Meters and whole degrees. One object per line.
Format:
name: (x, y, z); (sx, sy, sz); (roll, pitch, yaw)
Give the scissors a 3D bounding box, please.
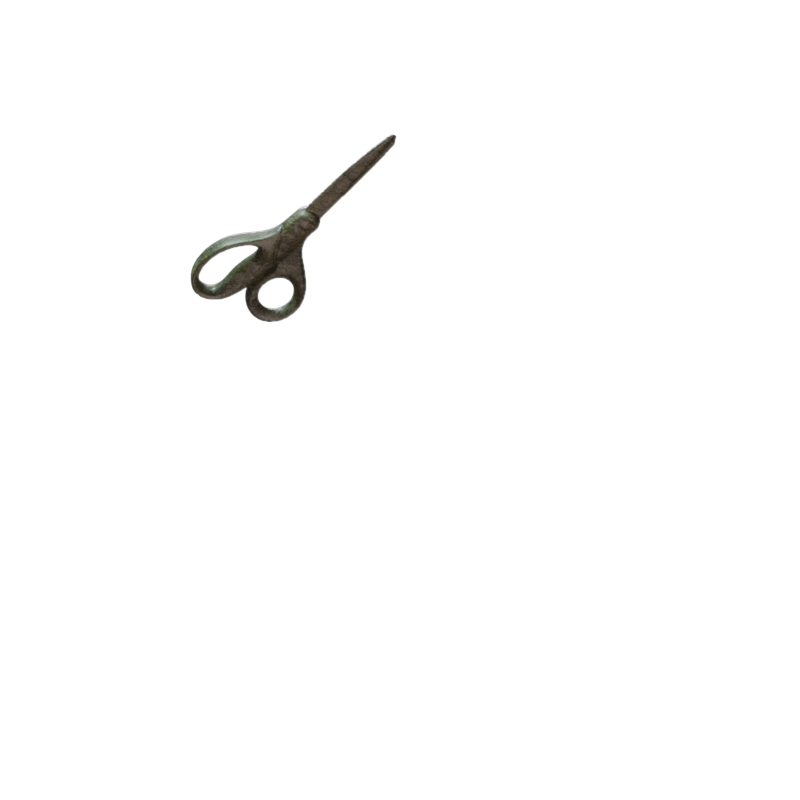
scissors: (-0.064, -0.117, 0.819); (0.202, 0.017, 0.089); (-25, -50, 22)
